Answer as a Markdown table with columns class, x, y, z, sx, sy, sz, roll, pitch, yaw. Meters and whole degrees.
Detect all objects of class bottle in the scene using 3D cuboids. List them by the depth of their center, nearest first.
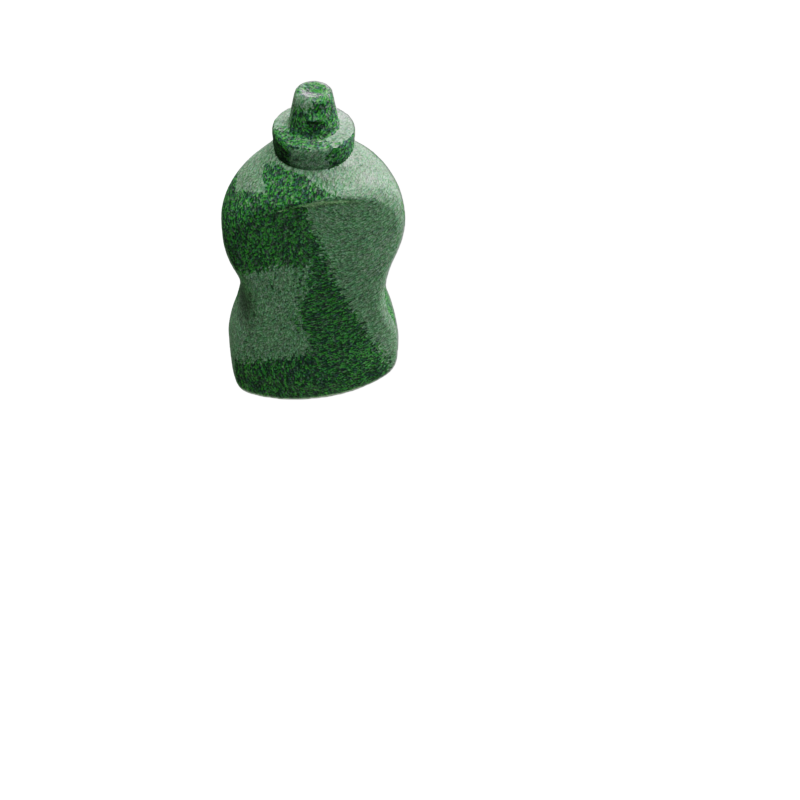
| class | x | y | z | sx | sy | sz | roll | pitch | yaw |
| --- | --- | --- | --- | --- | --- | --- | --- | --- | --- |
| bottle | -0.046 | -0.084 | 0.591 | 0.095 | 0.179 | 0.063 | -5 | 44 | -9 |
